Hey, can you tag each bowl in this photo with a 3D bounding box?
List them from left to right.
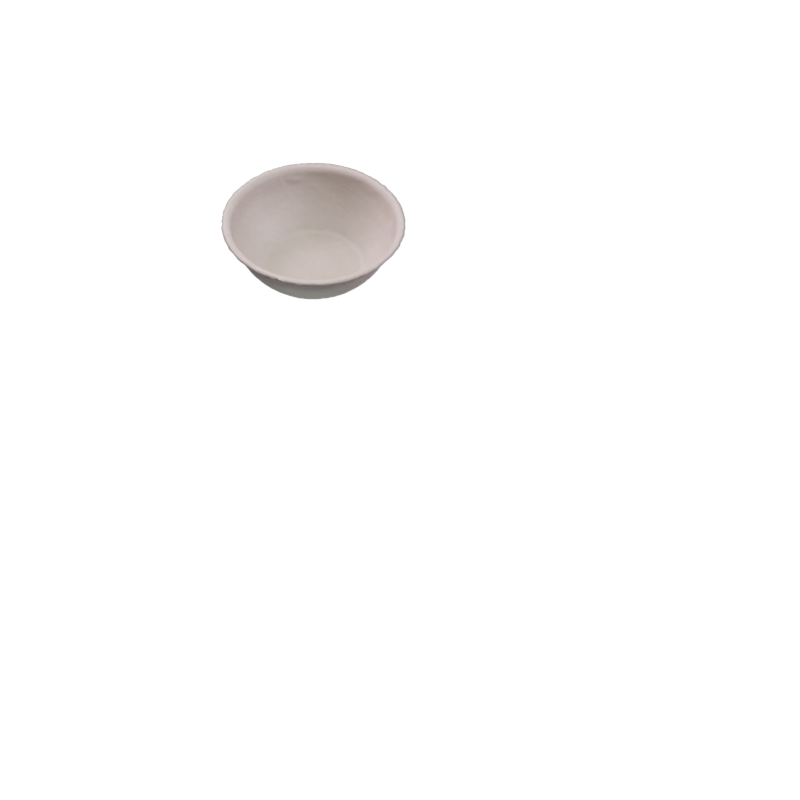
[{"bbox_3d":[-0.077,-0.141,0.988,0.162,0.174,0.051,-1,-44,-1],"label":"bowl"}]
